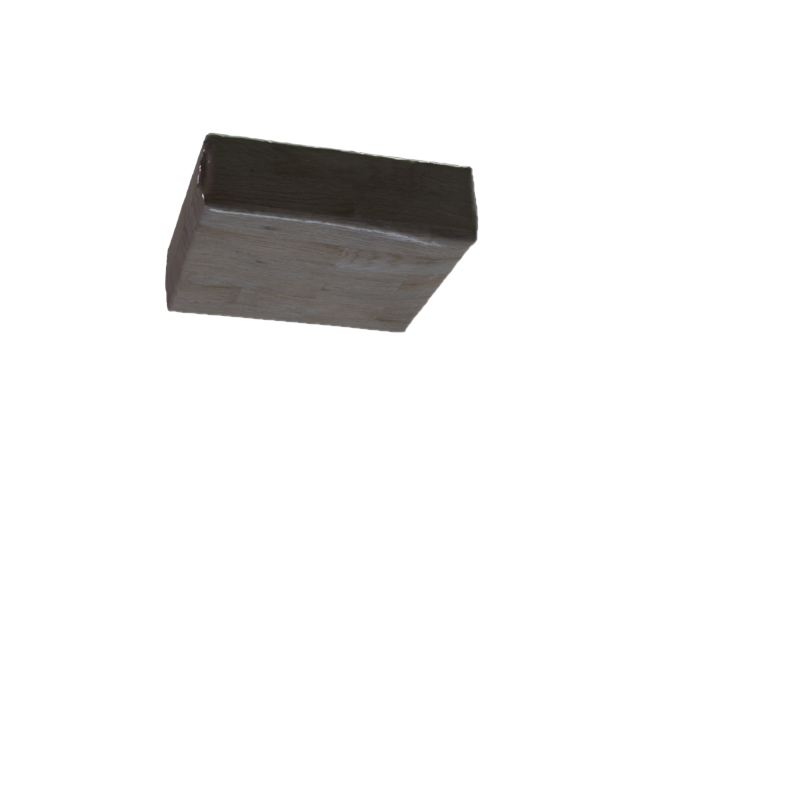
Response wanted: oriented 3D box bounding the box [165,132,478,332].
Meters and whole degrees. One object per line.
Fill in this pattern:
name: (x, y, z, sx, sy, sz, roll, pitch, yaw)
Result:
box: (-0.036, -0.066, 0.462, 0.111, 0.041, 0.087, 7, -25, -16)
